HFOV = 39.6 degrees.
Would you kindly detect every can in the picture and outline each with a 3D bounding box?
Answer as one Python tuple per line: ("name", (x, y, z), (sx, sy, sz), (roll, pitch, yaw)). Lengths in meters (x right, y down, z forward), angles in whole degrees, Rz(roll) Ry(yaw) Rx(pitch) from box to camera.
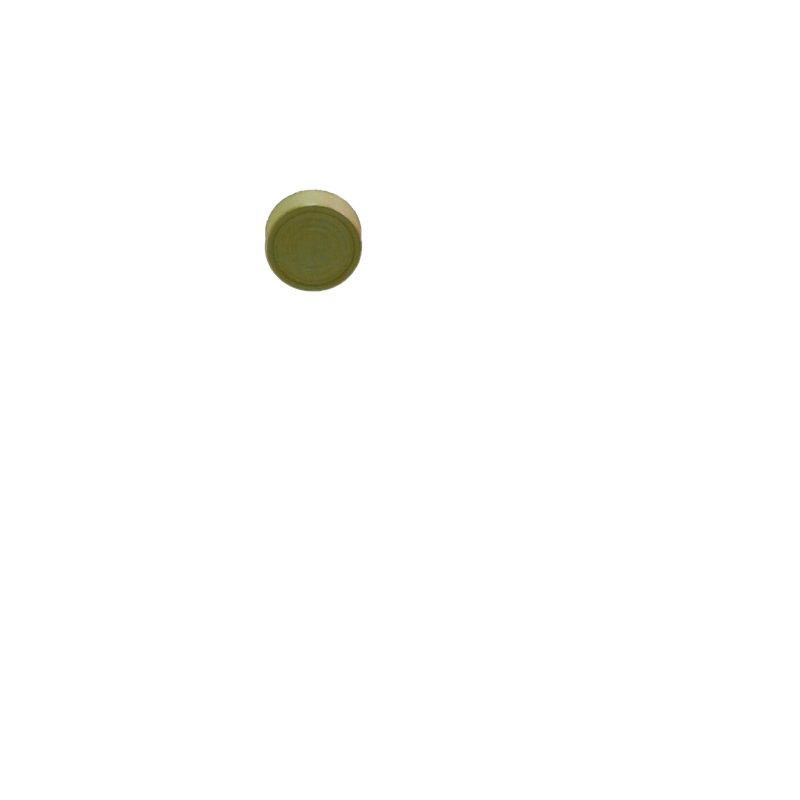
("can", (-0.076, -0.138, 0.967), (0.086, 0.081, 0.036), (1, 28, -1))
